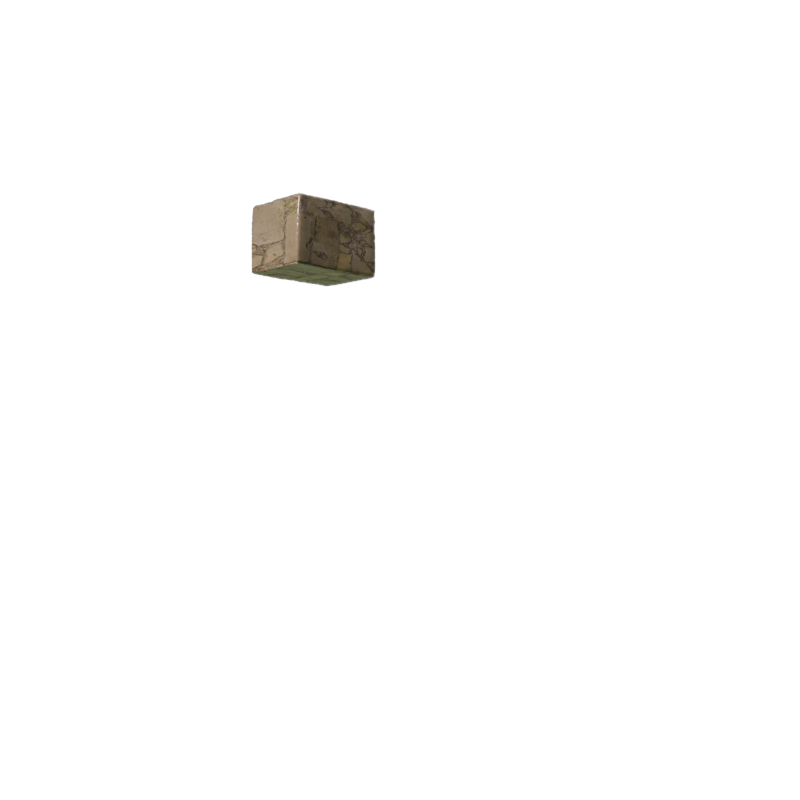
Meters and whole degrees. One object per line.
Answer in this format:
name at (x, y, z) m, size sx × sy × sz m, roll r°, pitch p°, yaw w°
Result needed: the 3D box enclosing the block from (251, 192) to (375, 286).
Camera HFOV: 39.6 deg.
block at (-0.063, -0.115, 0.805) m, size 0.074 × 0.053 × 0.054 m, roll 7°, pitch -11°, yaw -44°
